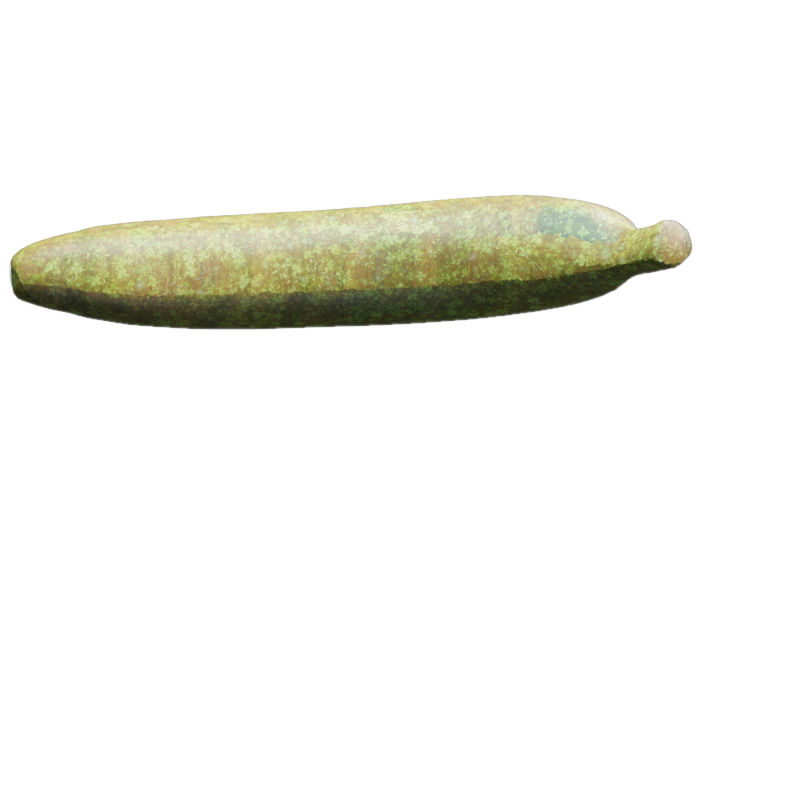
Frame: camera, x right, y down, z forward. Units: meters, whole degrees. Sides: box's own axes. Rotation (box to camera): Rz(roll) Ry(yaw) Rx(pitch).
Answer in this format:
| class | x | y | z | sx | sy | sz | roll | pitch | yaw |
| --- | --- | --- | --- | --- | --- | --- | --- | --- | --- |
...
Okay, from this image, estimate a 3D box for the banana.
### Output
| class | x | y | z | sx | sy | sz | roll | pitch | yaw |
| --- | --- | --- | --- | --- | --- | --- | --- | --- | --- |
| banana | -0.017 | -0.044 | 0.337 | 0.201 | 0.038 | 0.066 | -2 | -10 | 16 |
